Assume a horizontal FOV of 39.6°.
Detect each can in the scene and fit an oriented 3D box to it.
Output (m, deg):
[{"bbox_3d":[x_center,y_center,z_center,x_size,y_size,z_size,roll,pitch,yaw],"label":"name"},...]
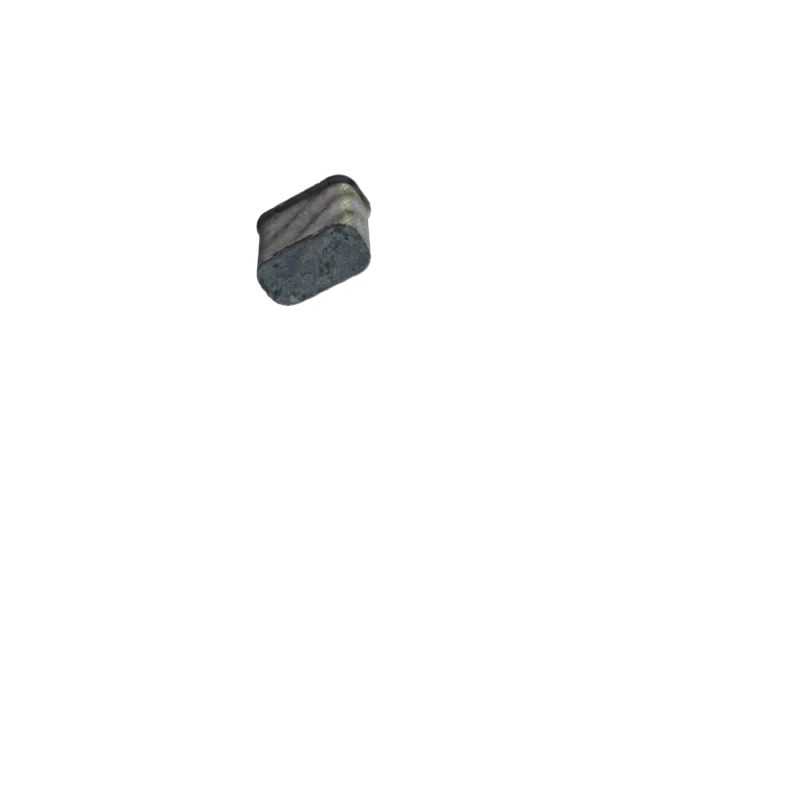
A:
[{"bbox_3d":[-0.074,-0.136,0.951,0.102,0.054,0.089,-26,33,15],"label":"can"}]
